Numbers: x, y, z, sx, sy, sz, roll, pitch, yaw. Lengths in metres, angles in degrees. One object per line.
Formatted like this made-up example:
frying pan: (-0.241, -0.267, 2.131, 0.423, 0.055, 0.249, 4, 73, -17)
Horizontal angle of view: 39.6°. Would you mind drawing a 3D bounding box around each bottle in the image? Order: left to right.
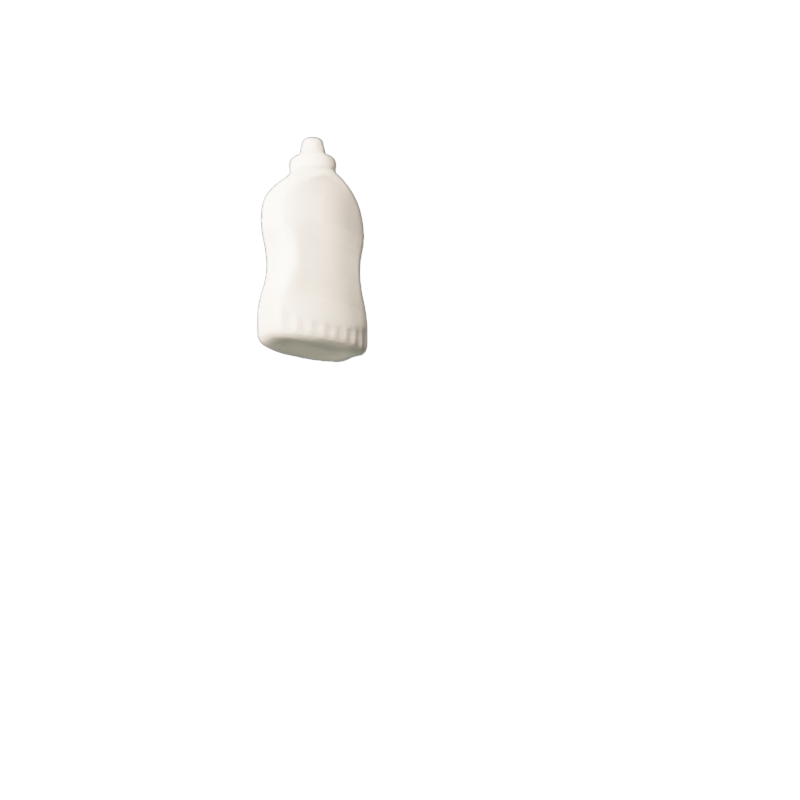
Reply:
bottle: (-0.074, -0.134, 0.937, 0.091, 0.201, 0.059, 14, -25, -36)
